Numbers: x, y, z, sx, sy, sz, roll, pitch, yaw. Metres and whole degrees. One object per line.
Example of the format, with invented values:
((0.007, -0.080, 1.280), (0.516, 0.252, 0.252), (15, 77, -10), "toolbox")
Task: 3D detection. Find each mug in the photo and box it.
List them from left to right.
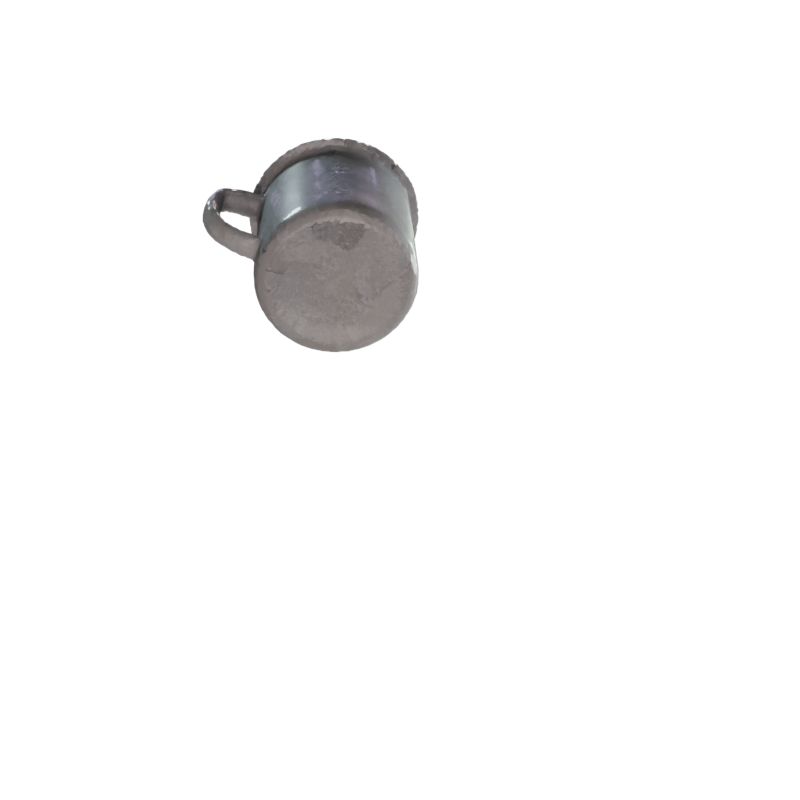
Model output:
((-0.045, -0.082, 0.572), (0.115, 0.090, 0.086), (18, 27, -11), "mug")
